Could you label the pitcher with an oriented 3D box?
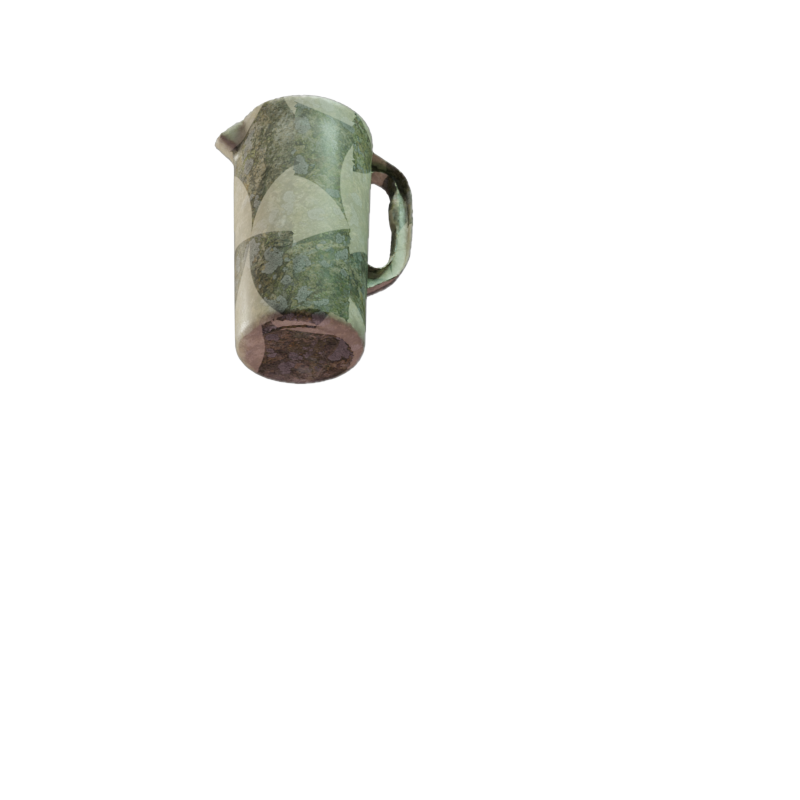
[{"bbox_3d":[-0.077,-0.140,0.982,0.151,0.260,0.134,-15,-36,19],"label":"pitcher"}]
